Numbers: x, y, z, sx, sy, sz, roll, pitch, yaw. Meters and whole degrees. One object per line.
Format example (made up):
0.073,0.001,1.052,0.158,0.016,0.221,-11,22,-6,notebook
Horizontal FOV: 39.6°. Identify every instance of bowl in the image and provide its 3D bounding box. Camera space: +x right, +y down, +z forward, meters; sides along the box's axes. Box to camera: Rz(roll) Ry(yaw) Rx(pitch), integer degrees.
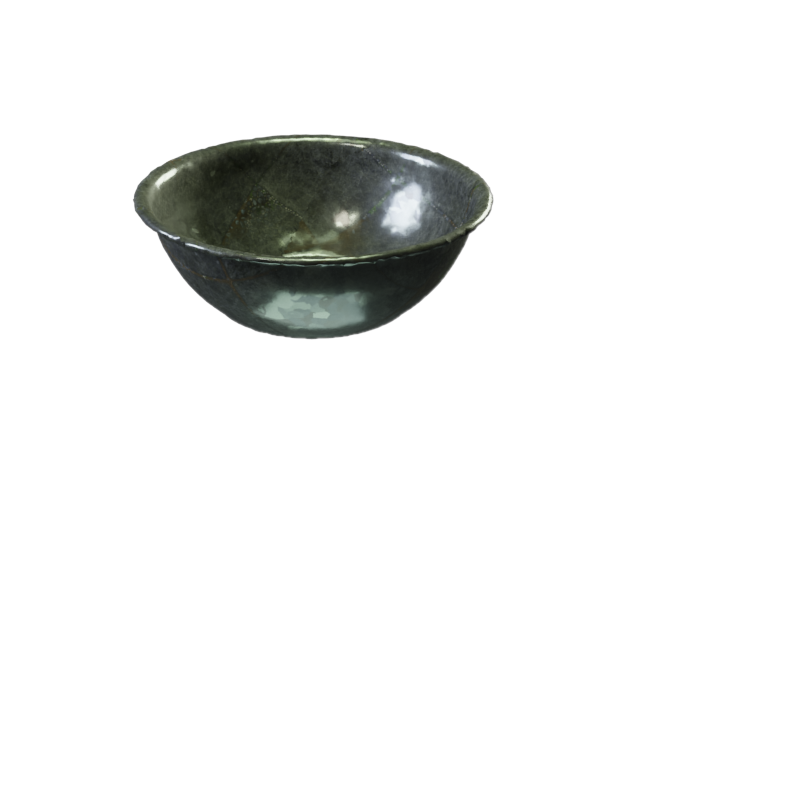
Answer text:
-0.040,-0.073,0.512,0.162,0.052,0.172,-1,29,-2,bowl
